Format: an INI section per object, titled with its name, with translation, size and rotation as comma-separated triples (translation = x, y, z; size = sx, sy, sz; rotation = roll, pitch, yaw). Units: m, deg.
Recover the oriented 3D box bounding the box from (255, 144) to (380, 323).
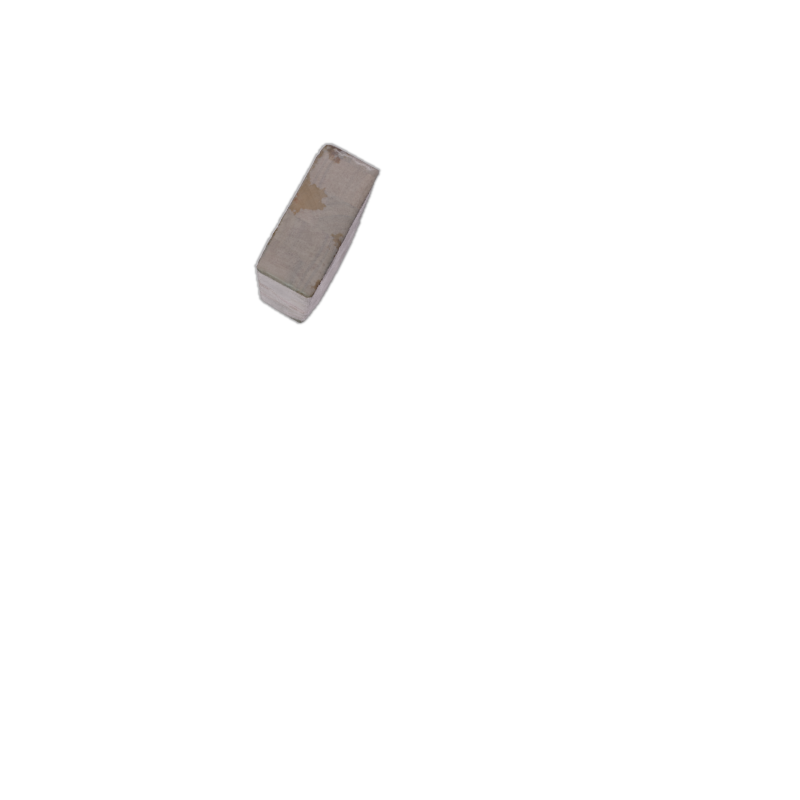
[box]
translation = -0.059, -0.108, 0.755
size = 0.048, 0.094, 0.173
rotation = 28, -6, -2
